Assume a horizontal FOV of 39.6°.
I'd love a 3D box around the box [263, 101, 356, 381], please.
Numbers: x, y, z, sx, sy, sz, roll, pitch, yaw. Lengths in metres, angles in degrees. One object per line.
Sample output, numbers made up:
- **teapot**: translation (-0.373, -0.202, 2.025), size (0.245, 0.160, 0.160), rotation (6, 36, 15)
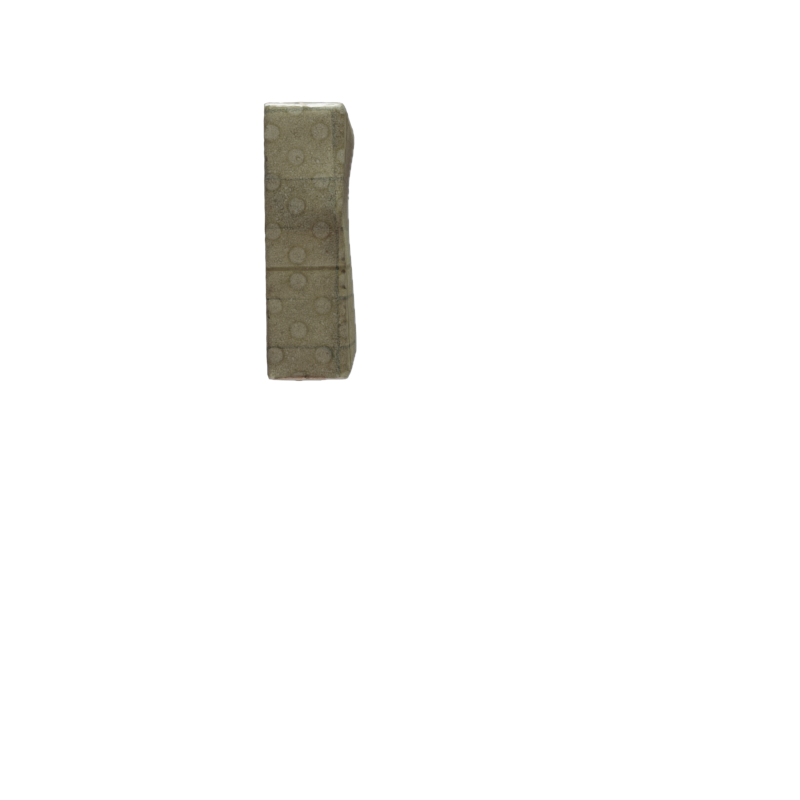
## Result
- **box**: translation (-0.072, -0.132, 0.924), size (0.072, 0.213, 0.165), rotation (0, 3, -1)
